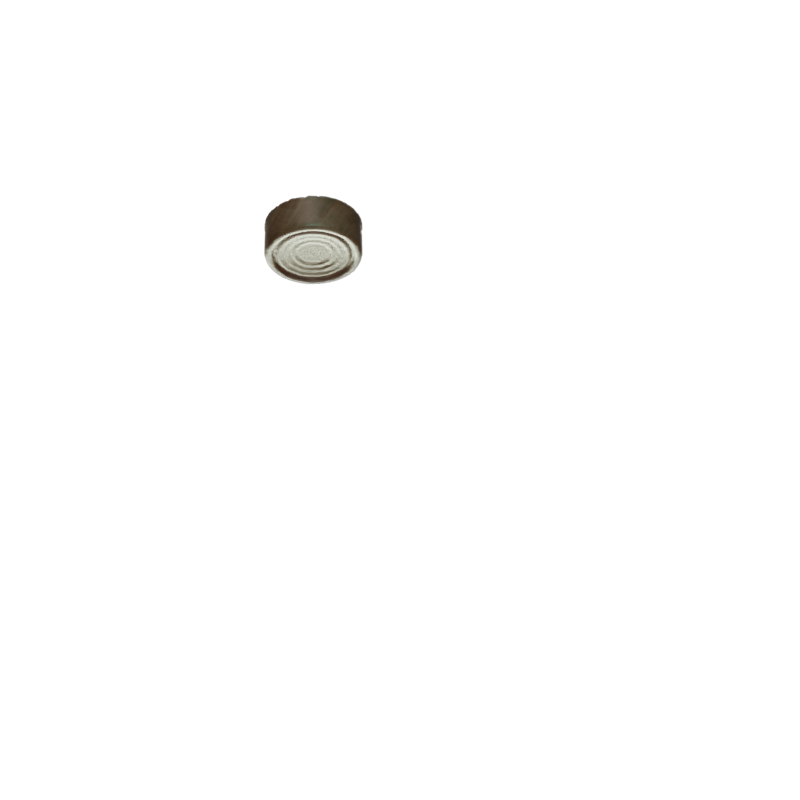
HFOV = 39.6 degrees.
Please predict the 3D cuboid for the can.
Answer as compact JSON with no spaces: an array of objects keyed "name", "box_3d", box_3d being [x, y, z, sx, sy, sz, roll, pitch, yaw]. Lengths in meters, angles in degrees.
[{"name":"can","box_3d":[-0.075,-0.137,0.958,0.086,0.036,0.080,1,-32,-2]}]
